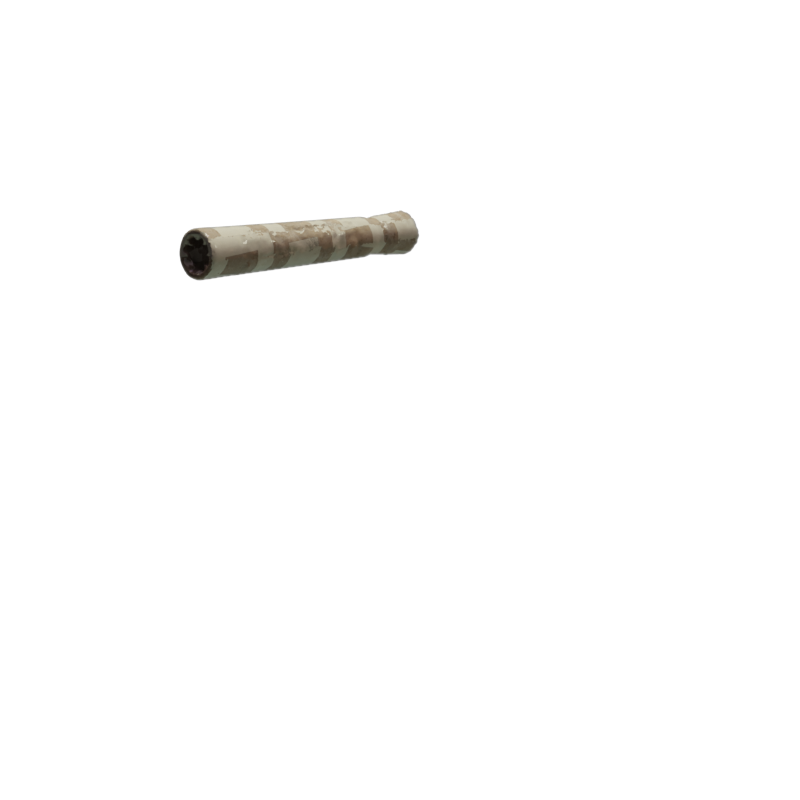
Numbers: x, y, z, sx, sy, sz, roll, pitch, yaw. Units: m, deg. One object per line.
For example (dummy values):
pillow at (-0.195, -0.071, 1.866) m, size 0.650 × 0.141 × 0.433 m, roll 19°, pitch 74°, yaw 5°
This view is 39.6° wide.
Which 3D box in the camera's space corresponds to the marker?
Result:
marker at (-0.034, -0.062, 0.436) m, size 0.021 × 0.019 × 0.118 m, roll 4°, pitch 13°, yaw 41°
